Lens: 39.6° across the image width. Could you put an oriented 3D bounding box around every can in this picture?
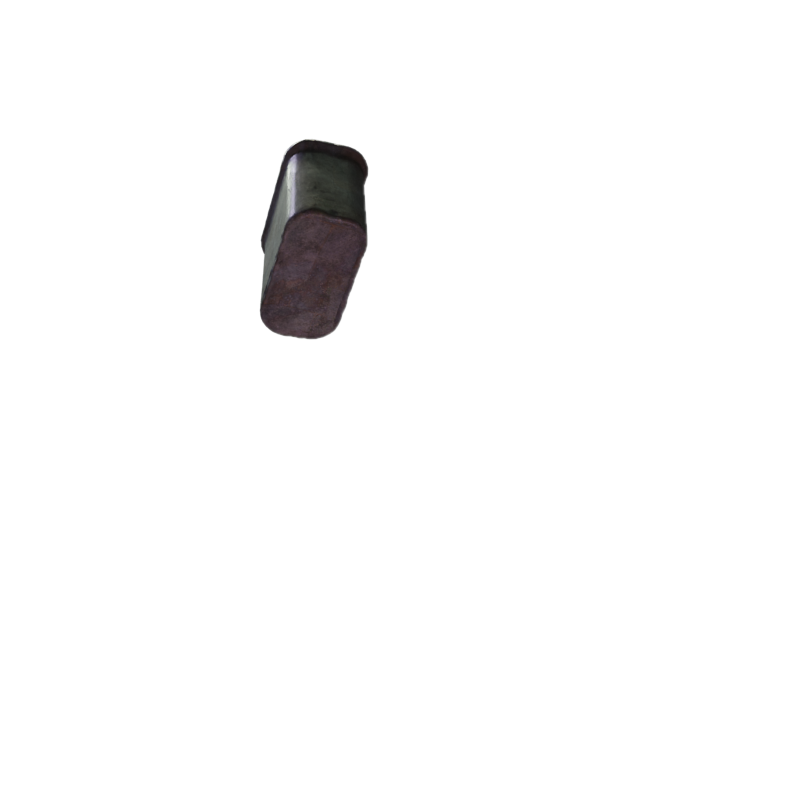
[{"bbox_3d":[-0.056,-0.101,0.711,0.056,0.097,0.090,12,37,-12],"label":"can"}]
